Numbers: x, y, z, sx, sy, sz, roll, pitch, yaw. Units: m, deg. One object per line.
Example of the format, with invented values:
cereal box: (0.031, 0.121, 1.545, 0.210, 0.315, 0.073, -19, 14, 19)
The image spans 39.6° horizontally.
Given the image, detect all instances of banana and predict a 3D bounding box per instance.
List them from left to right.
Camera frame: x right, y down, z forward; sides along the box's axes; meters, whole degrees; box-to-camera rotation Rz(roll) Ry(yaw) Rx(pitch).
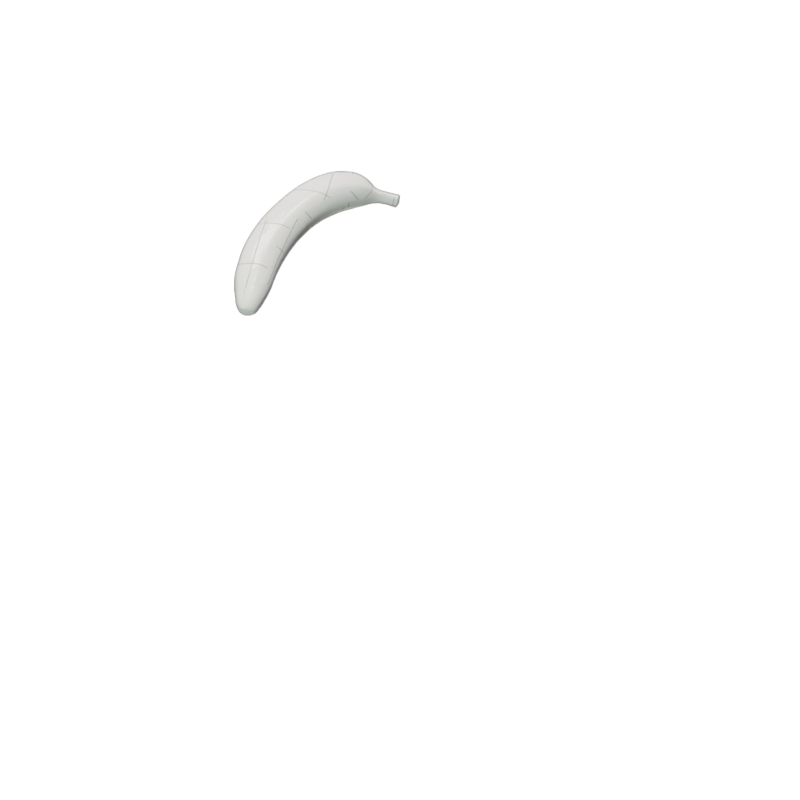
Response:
banana: (-0.087, -0.150, 0.969, 0.074, 0.034, 0.200, 34, 58, 24)
